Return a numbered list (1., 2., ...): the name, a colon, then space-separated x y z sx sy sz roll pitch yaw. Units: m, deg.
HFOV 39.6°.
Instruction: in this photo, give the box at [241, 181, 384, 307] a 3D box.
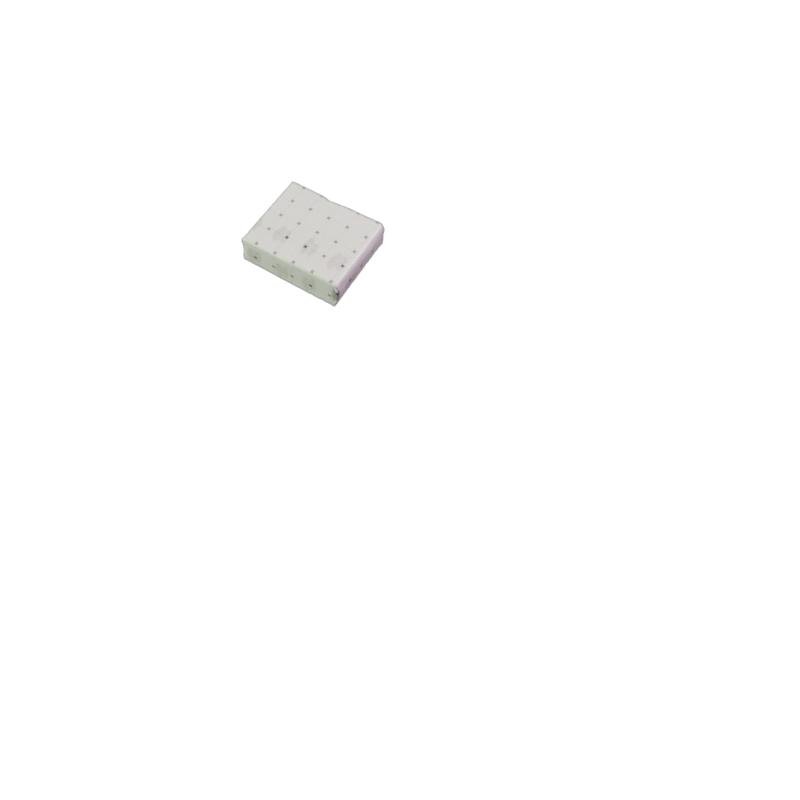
1. box: -0.068 -0.125 0.875 0.093 0.075 0.028 27 -31 18
